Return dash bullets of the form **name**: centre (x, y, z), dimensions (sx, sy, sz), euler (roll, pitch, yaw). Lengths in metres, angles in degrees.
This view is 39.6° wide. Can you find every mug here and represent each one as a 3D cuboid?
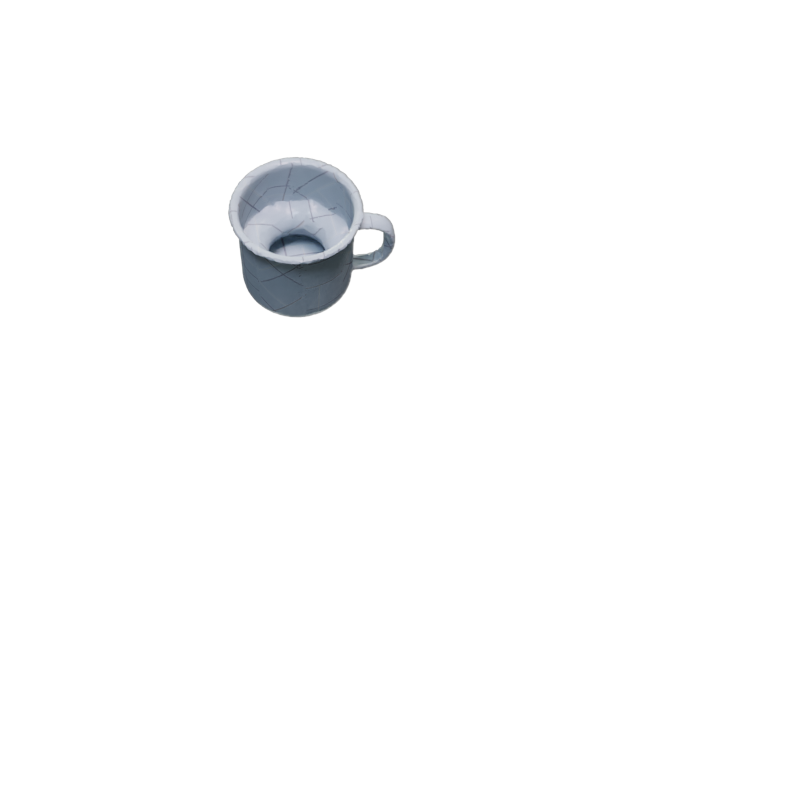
- **mug**: centre (-0.062, -0.114, 0.795), dimensions (0.117, 0.100, 0.076), euler (-3, -33, -3)
